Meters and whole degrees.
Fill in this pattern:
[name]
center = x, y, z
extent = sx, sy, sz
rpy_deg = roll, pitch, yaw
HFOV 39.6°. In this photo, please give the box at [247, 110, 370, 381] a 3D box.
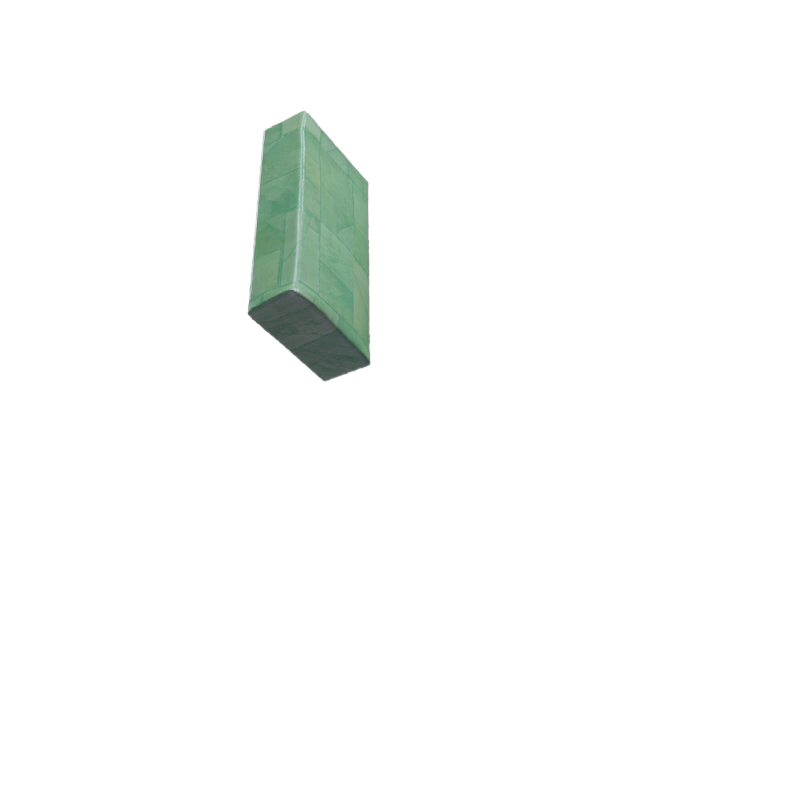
[box]
center = -0.062, -0.112, 0.788
extent = 0.048, 0.189, 0.086
rpy_deg = -24, -45, 23
